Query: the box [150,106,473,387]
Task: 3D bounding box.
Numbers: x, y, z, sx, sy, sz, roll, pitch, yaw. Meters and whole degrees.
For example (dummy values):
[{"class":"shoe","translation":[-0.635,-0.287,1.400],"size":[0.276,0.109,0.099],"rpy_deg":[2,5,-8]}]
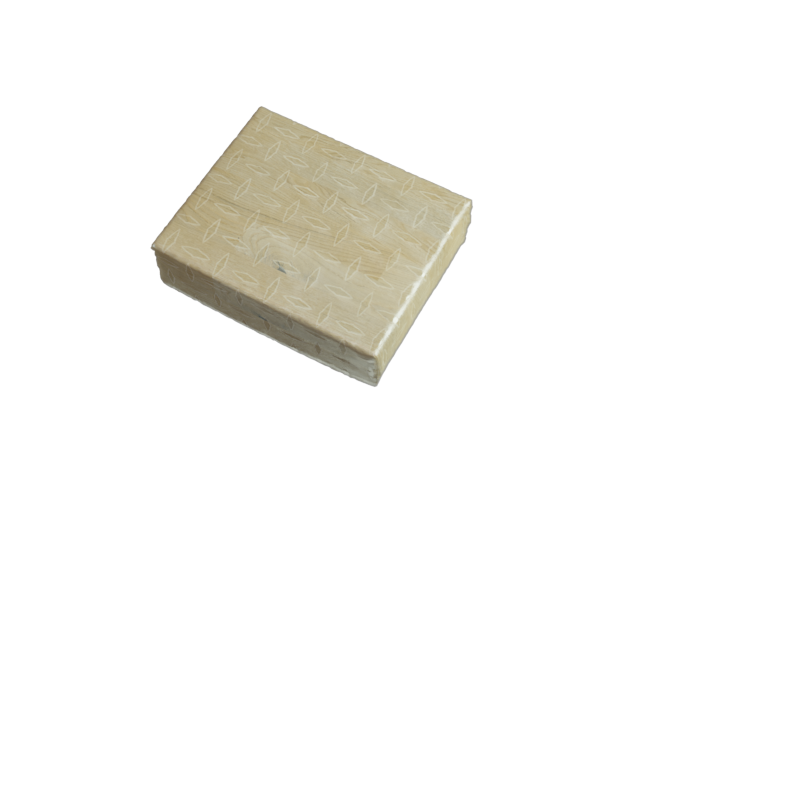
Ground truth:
[{"class":"box","translation":[-0.038,-0.070,0.489],"size":[0.117,0.093,0.037],"rpy_deg":[26,-26,14]}]
